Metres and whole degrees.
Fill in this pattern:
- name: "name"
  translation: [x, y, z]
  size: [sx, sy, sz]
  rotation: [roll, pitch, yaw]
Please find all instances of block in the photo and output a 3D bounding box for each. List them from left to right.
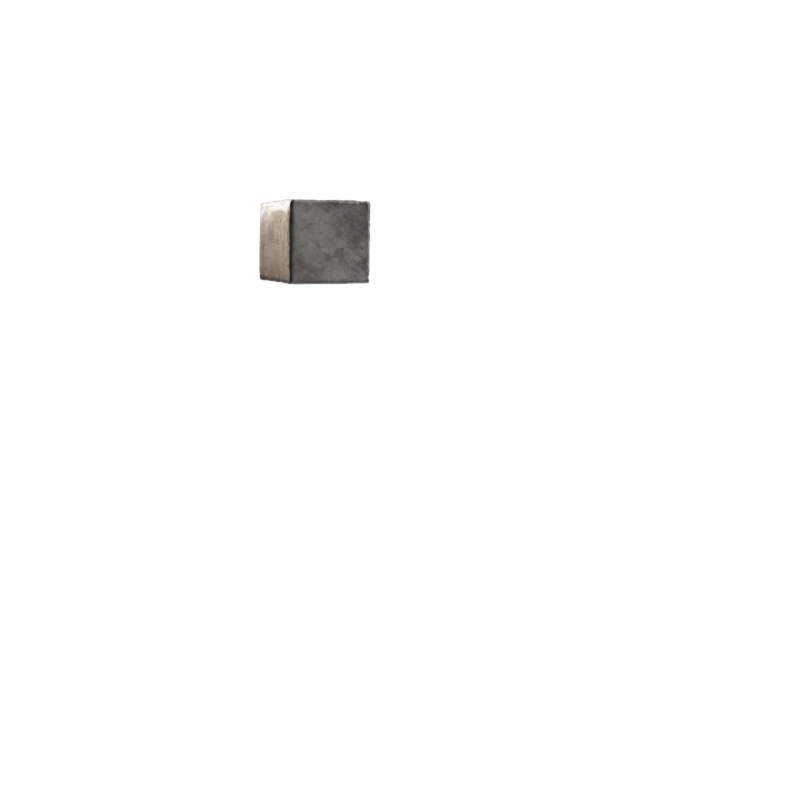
- name: "block"
  translation: [-0.055, -0.100, 0.703]
  size: [0.051, 0.051, 0.080]
  rotation: [-1, 6, -20]
